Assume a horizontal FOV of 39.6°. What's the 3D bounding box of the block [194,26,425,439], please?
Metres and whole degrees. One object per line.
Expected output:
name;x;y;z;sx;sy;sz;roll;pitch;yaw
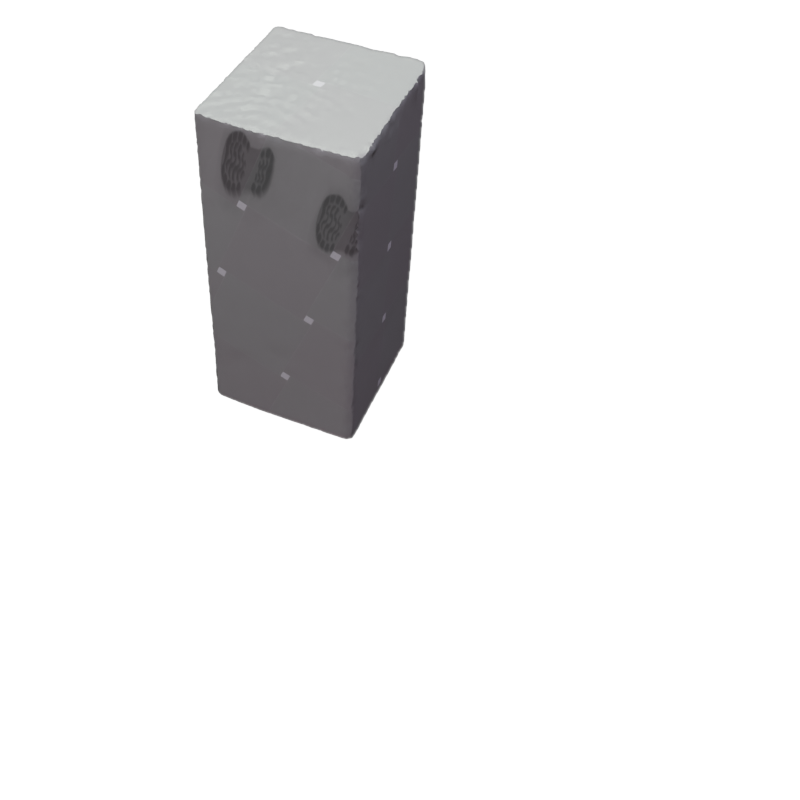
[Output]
block;-0.047;-0.087;0.612;0.093;0.192;0.094;19;47;14
